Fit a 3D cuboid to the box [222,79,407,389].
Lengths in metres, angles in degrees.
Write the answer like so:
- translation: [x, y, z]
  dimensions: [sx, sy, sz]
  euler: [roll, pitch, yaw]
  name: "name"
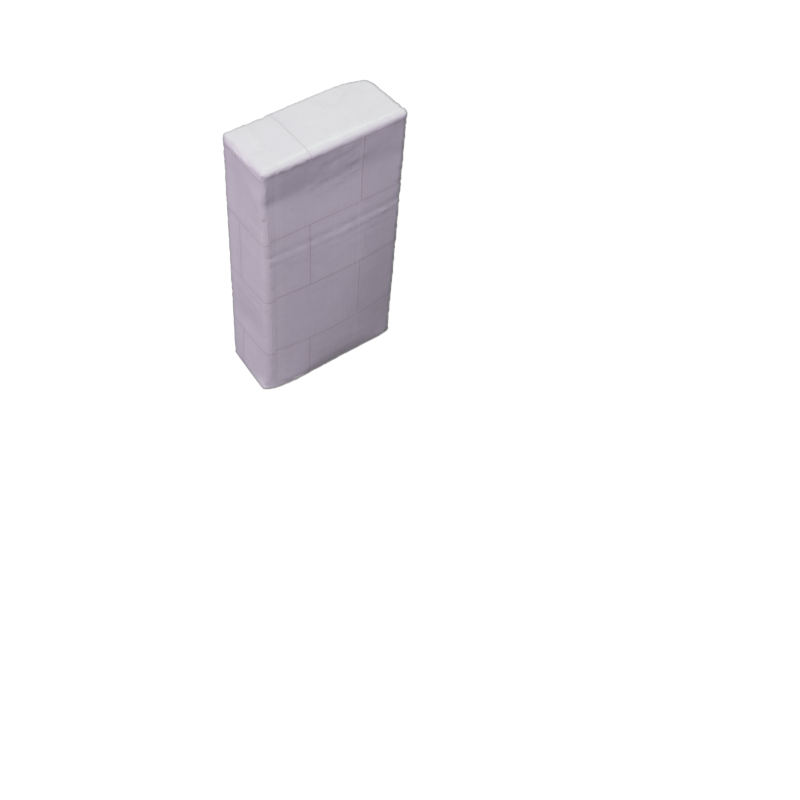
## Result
- translation: [-0.049, -0.090, 0.626]
  dimensions: [0.093, 0.164, 0.052]
  euler: [-27, 55, -26]
  name: "box"
